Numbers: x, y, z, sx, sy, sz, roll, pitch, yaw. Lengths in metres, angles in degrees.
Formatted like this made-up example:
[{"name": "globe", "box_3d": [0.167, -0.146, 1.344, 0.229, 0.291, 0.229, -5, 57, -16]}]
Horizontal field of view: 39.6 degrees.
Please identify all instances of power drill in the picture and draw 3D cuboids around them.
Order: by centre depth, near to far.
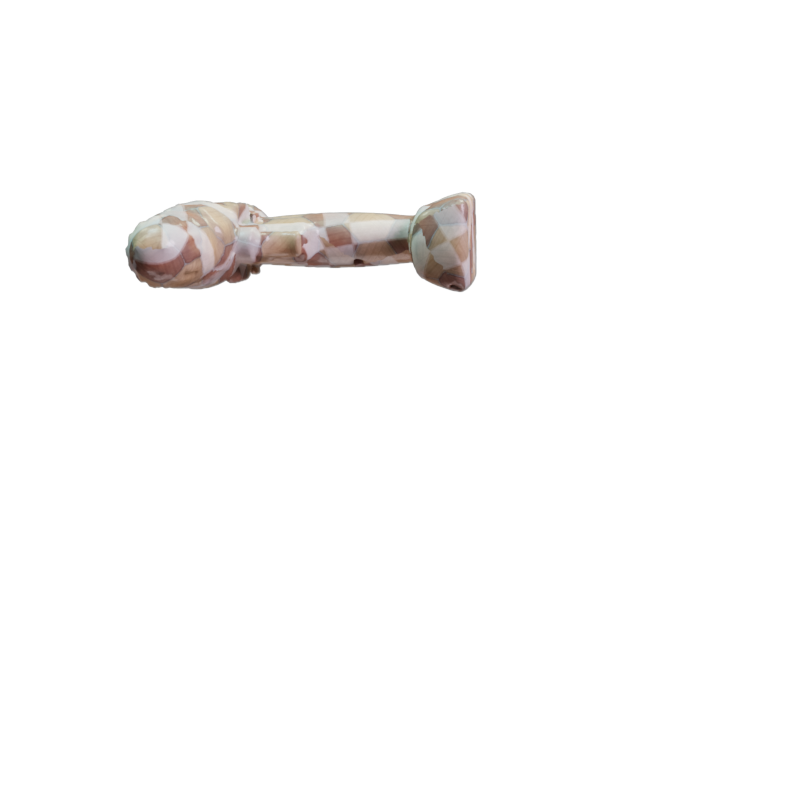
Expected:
[{"name": "power drill", "box_3d": [-0.051, -0.094, 0.655, 0.191, 0.056, 0.186, 2, 13, 10]}]
